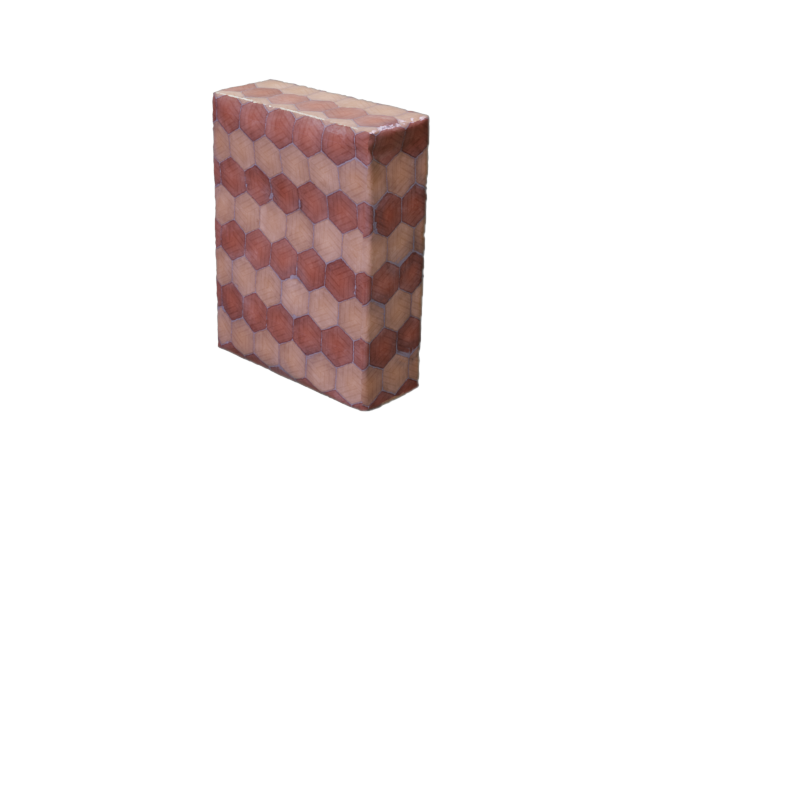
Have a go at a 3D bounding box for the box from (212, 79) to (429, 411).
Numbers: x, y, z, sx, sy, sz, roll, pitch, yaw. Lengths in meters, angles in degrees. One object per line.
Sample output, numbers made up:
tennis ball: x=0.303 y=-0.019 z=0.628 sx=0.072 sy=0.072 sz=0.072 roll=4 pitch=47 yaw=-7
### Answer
box: x=-0.065 y=-0.118 z=0.829 sx=0.174 sy=0.203 sz=0.071 roll=22 pitch=30 yaw=38
